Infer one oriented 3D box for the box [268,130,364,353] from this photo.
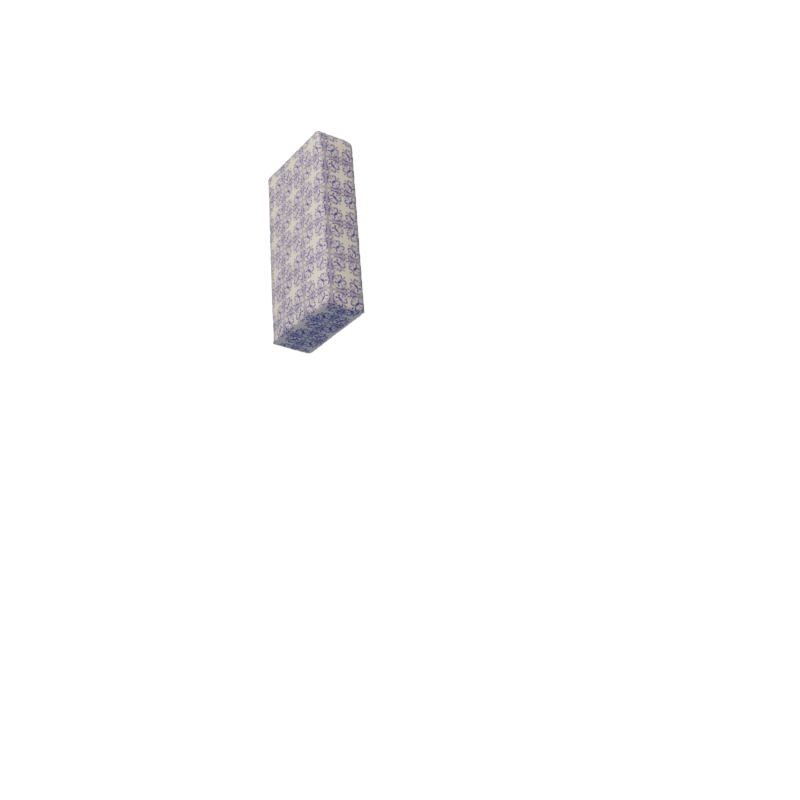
[{"bbox_3d":[-0.077,-0.141,0.985,0.046,0.188,0.092,17,-34,-31],"label":"box"}]
